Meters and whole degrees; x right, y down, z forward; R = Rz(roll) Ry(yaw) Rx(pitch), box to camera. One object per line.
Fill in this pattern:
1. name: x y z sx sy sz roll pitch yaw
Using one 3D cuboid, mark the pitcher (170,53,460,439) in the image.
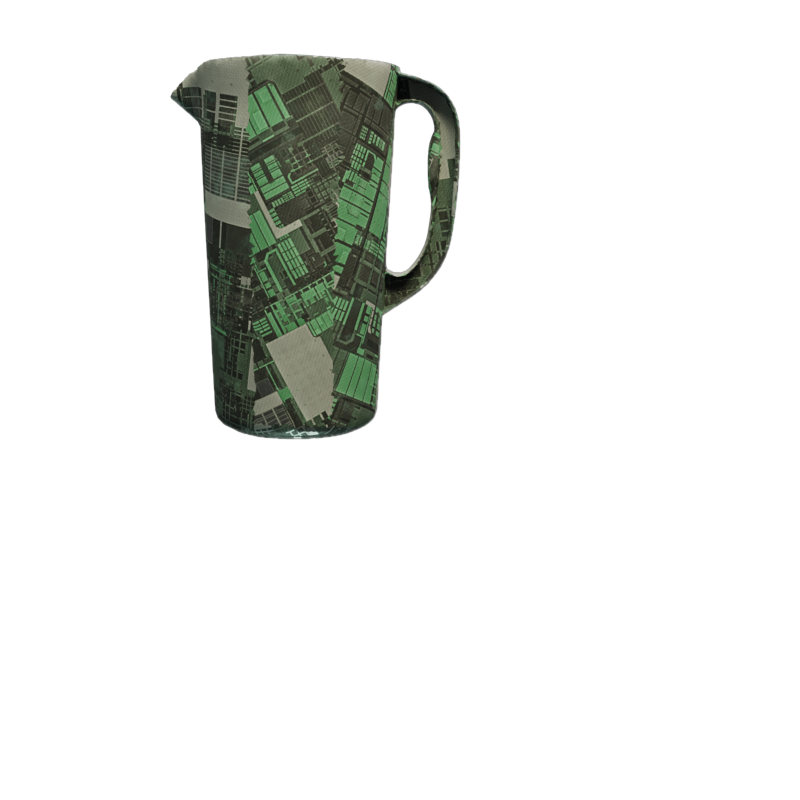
1. pitcher: -0.057 -0.104 0.728 0.156 0.240 0.140 6 8 45
